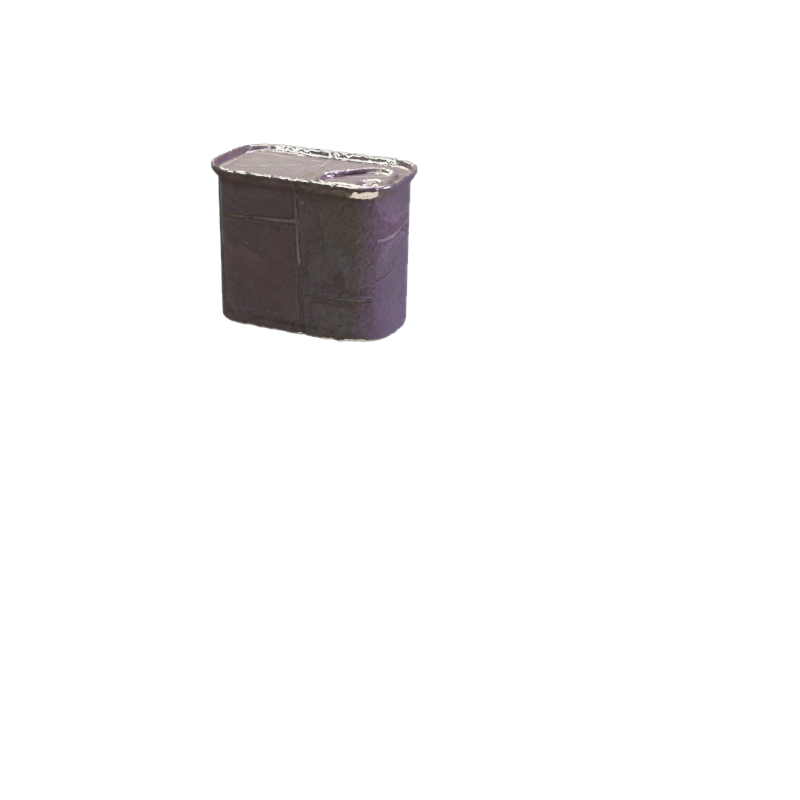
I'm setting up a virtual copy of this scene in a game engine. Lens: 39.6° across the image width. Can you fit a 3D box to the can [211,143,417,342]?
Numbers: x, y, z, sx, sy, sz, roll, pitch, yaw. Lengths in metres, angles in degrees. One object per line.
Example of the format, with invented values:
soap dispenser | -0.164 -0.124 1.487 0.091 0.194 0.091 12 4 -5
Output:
can | -0.044 -0.081 0.569 0.106 0.080 0.058 11 24 22
